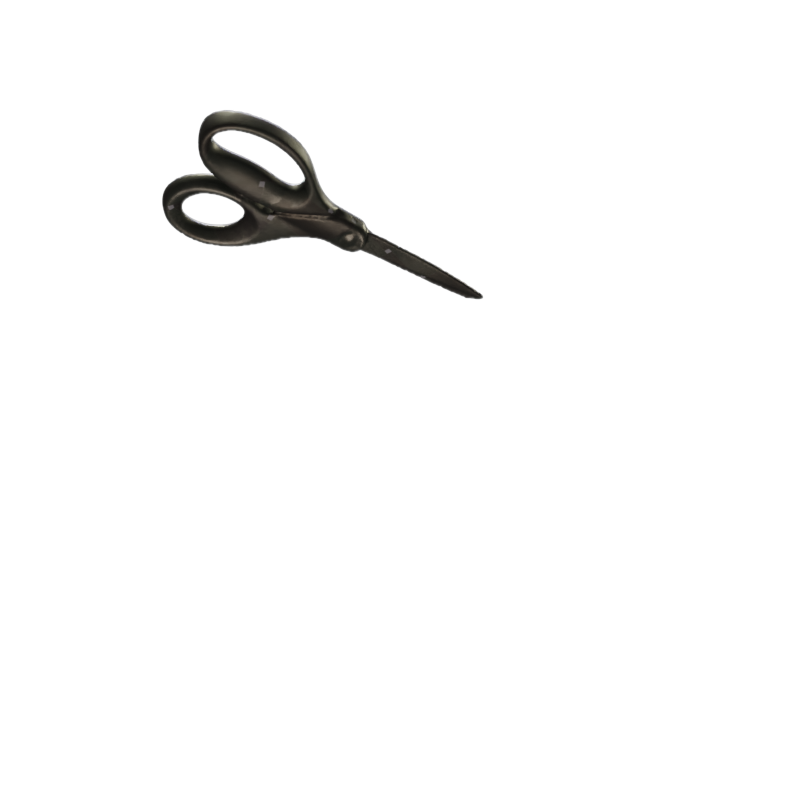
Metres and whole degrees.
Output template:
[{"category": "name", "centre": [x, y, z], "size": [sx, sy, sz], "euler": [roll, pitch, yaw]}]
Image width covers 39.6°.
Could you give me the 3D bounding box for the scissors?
[{"category": "scissors", "centre": [-0.049, -0.088, 0.620], "size": [0.096, 0.017, 0.188], "euler": [-27, -46, 29]}]
